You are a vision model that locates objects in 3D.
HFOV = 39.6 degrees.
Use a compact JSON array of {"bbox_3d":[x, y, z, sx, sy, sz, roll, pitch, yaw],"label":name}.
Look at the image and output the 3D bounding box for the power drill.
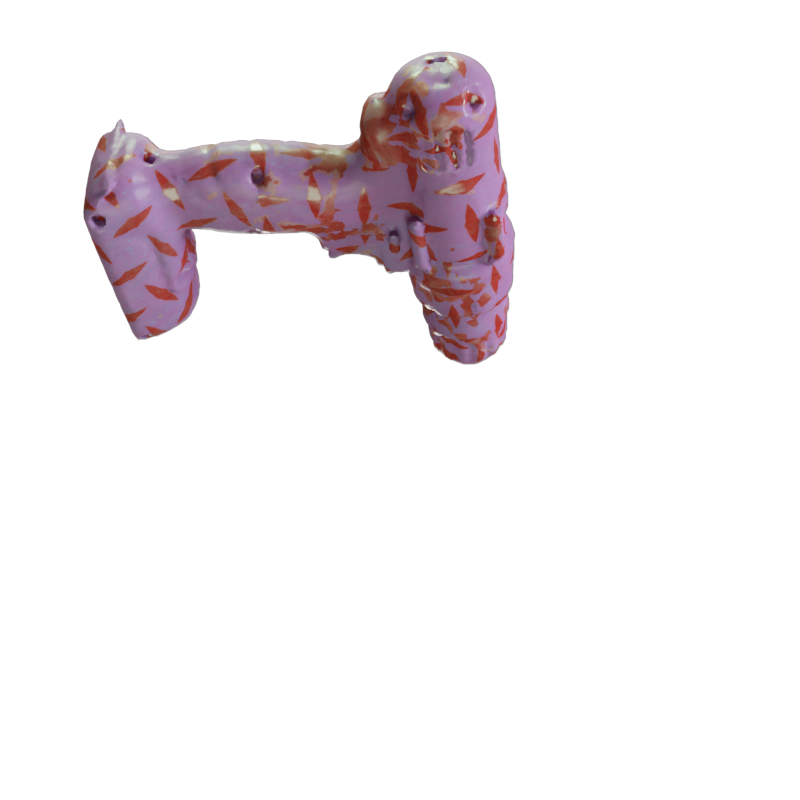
[{"bbox_3d":[-0.041,-0.075,0.523,0.189,0.062,0.170,-6,-42,6],"label":"power drill"}]
